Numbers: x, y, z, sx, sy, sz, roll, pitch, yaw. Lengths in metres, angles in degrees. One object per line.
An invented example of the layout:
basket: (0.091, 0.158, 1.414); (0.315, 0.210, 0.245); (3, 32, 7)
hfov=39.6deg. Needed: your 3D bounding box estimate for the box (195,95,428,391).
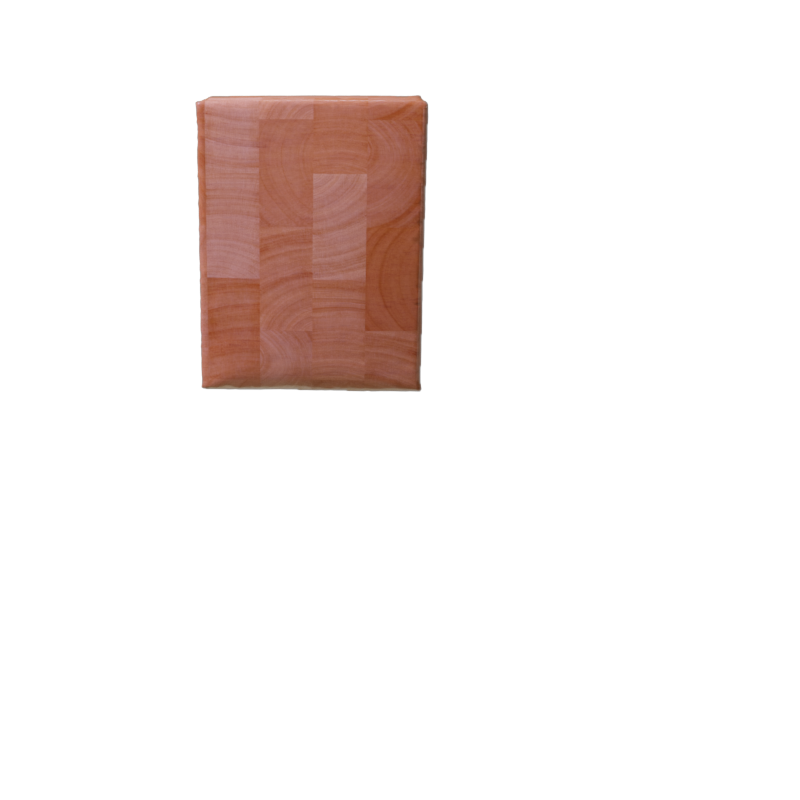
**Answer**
box: (-0.064, -0.117, 0.820); (0.164, 0.208, 0.074); (1, 13, 1)
